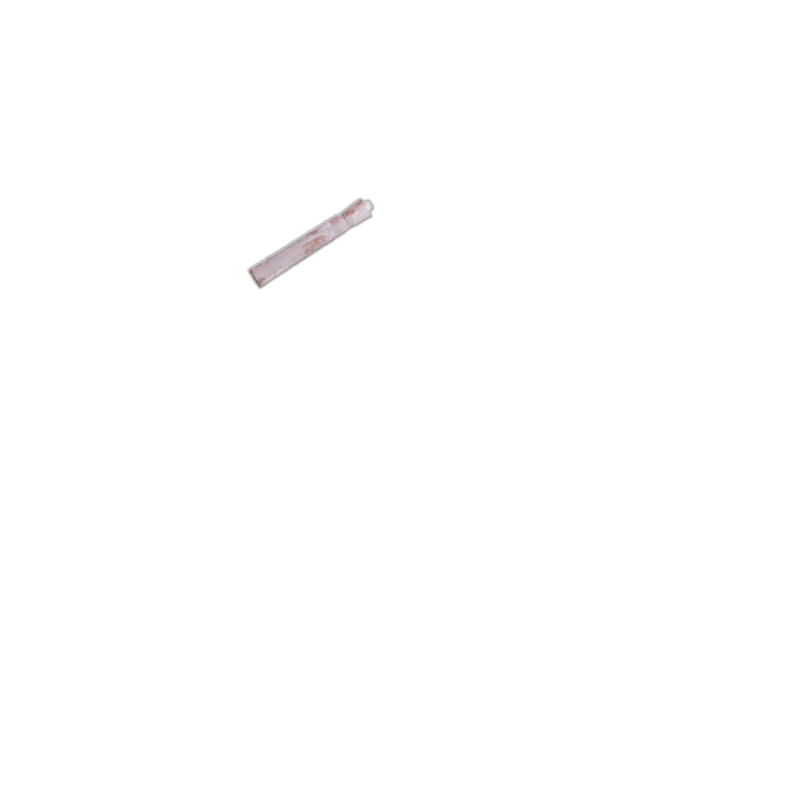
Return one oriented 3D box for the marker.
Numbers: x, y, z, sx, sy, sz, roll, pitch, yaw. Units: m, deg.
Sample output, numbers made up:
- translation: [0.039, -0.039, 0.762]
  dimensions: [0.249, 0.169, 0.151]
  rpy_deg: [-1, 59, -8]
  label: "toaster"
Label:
- translation: [-0.075, -0.136, 0.954]
  dimensions: [0.121, 0.019, 0.020]
  rpy_deg: [-34, 10, -8]
  label: "marker"
